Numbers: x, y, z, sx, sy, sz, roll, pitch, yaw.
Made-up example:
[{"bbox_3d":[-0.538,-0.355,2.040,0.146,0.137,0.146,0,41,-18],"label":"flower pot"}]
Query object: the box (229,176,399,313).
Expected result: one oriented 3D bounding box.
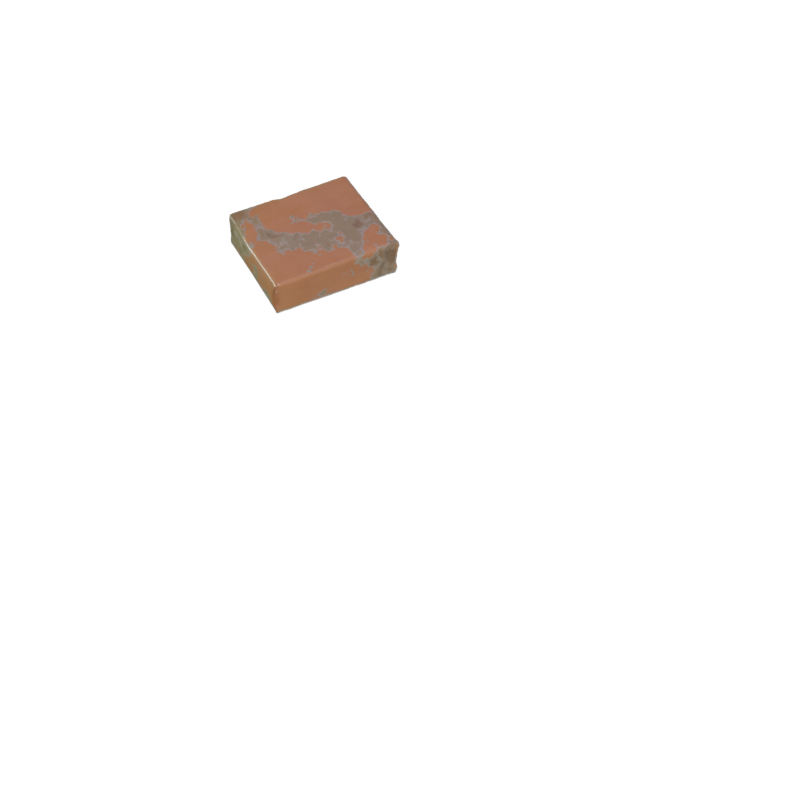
[{"bbox_3d":[-0.056,-0.103,0.719,0.088,0.028,0.079,-21,52,-18],"label":"box"}]
